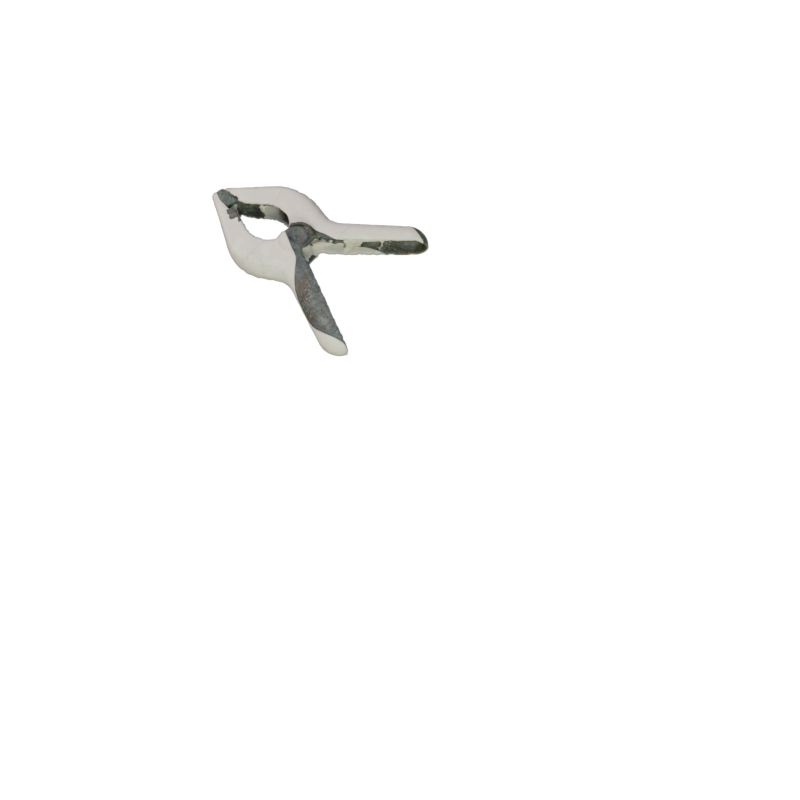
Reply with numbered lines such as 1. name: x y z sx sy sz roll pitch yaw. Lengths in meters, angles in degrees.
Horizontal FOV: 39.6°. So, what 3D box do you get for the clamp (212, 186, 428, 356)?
1. clamp: -0.067 -0.123 0.858 0.181 0.121 0.037 40 -24 22
